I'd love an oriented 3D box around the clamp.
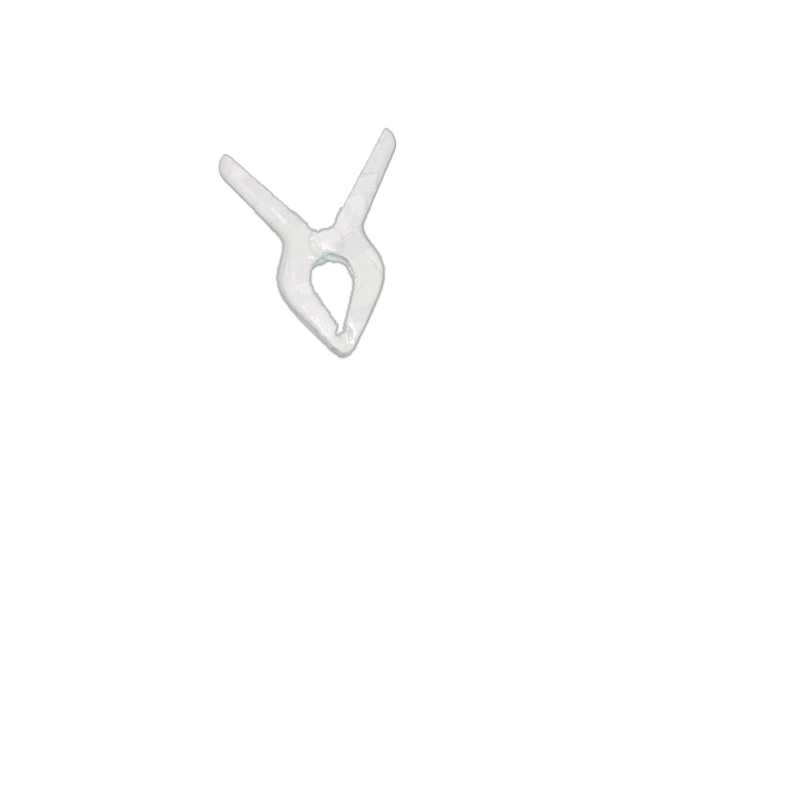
[{"bbox_3d":[-0.078,-0.142,0.998,0.164,0.218,0.035,-4,-16,-1],"label":"clamp"}]
